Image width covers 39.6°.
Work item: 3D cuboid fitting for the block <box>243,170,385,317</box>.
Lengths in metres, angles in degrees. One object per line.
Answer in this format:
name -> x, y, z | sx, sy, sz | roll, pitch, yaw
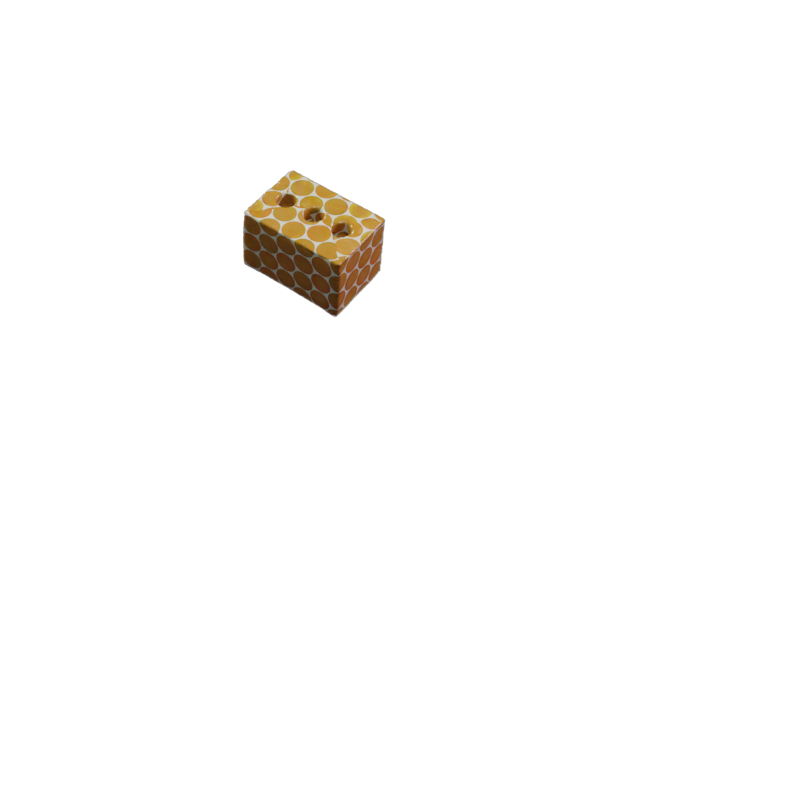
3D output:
block -> -0.056, -0.102, 0.716 | 0.082, 0.048, 0.054 | 30, 56, 22
